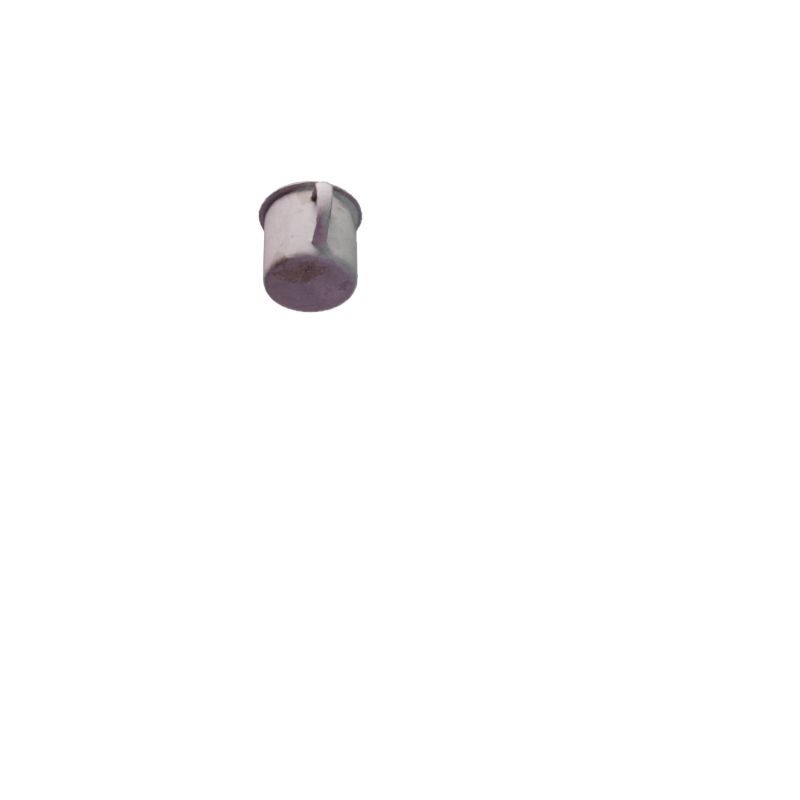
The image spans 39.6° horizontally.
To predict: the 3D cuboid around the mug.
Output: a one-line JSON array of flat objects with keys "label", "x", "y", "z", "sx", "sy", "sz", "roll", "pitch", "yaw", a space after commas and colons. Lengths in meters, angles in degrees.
[{"label": "mug", "x": -0.075, "y": -0.137, "z": 0.960, "sx": 0.091, "sy": 0.087, "sz": 0.111, "roll": 8, "pitch": -37, "yaw": -13}]
